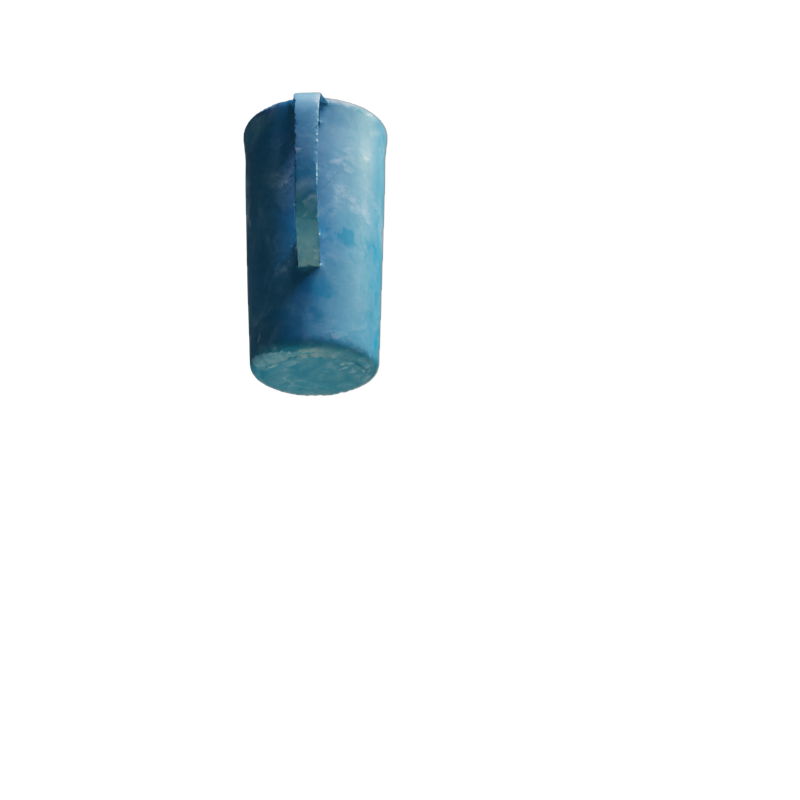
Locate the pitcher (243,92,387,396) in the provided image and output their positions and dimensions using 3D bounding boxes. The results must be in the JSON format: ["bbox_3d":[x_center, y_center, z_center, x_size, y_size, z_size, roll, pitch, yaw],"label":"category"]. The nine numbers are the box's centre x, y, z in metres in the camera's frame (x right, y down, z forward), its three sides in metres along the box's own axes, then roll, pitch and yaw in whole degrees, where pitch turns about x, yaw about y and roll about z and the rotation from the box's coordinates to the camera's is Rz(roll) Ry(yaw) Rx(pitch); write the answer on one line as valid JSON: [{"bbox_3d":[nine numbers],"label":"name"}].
[{"bbox_3d":[-0.075,-0.137,0.963,0.140,0.257,0.145,22,-34,-40],"label":"pitcher"}]
